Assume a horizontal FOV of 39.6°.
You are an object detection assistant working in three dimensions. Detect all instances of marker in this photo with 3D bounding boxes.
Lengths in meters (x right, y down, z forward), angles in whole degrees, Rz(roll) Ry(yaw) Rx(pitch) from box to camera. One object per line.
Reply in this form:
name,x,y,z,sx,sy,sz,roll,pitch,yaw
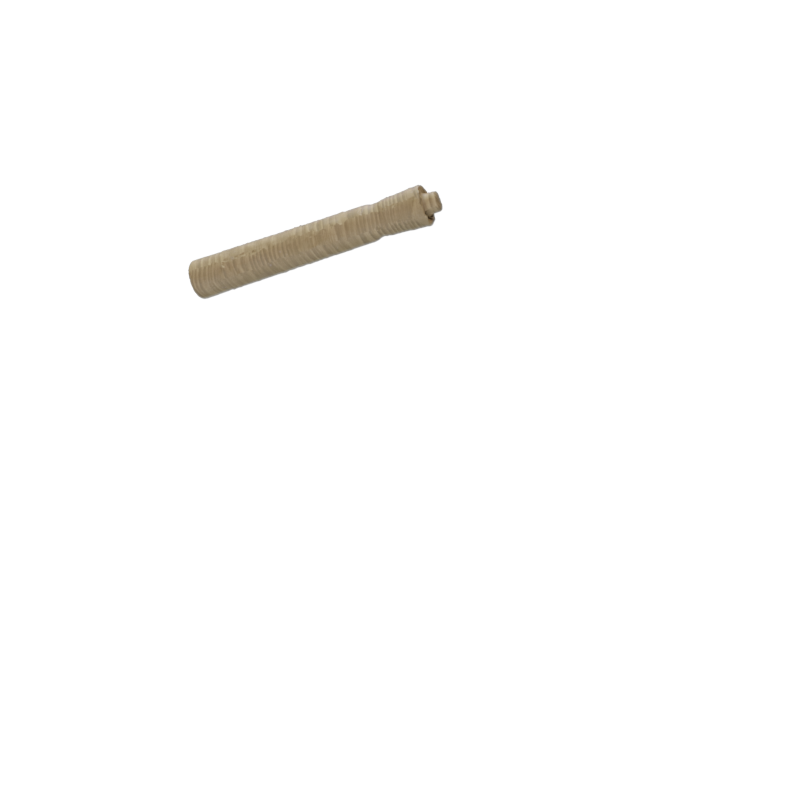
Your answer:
marker,-0.039,-0.071,0.497,0.122,0.020,0.019,-15,-1,20
